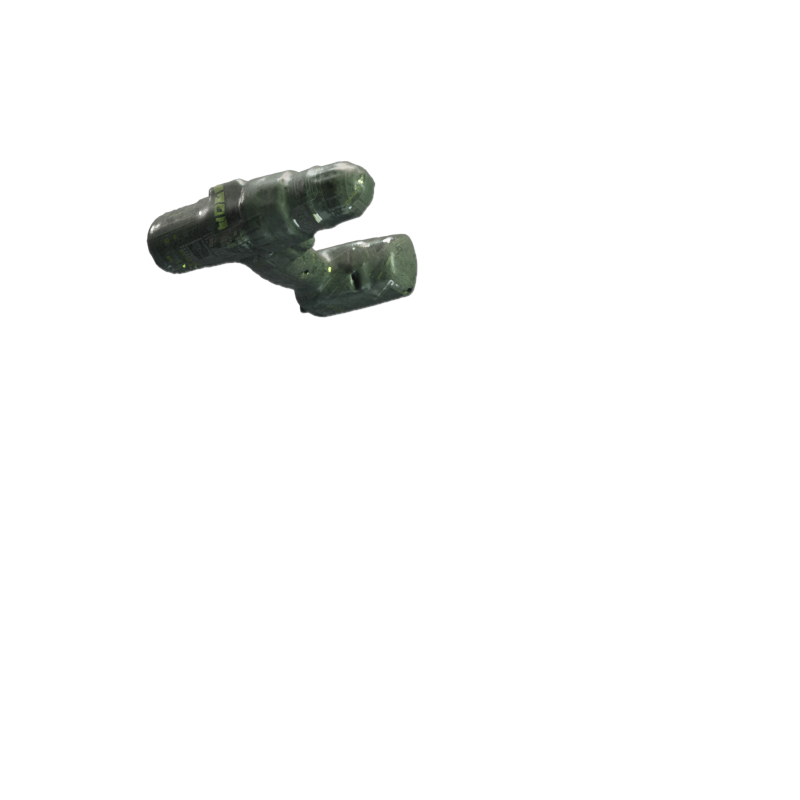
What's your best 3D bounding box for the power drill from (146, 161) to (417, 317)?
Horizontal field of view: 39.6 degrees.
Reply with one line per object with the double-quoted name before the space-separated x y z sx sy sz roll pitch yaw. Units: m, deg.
"power drill" -0.064 -0.117 0.822 0.188 0.060 0.176 -9 -16 32
